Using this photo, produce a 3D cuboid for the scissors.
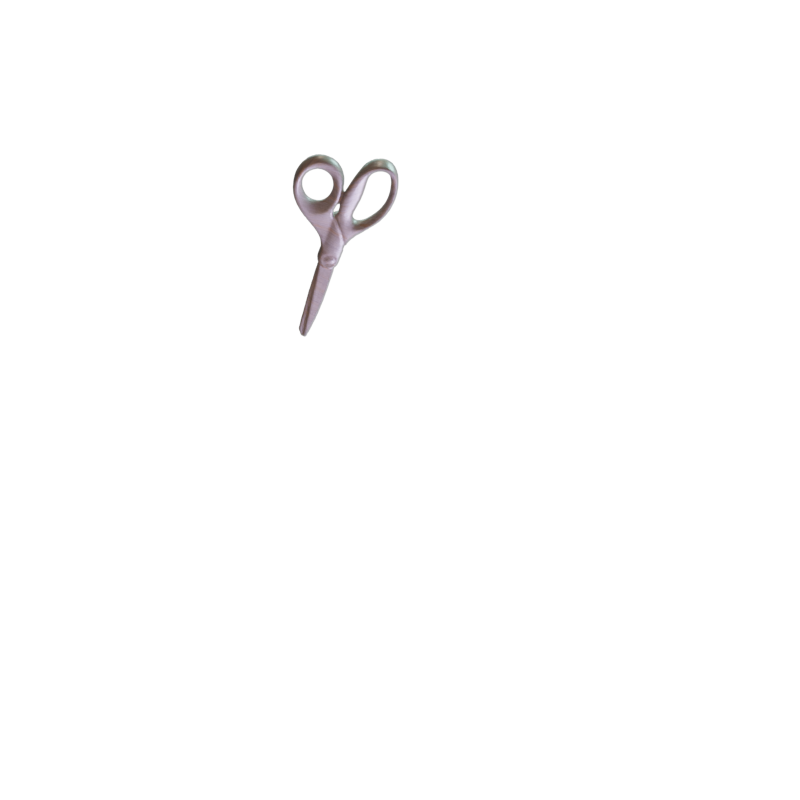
[{"bbox_3d":[-0.075,-0.137,0.963,0.092,0.017,0.196,26,-54,-21],"label":"scissors"}]
